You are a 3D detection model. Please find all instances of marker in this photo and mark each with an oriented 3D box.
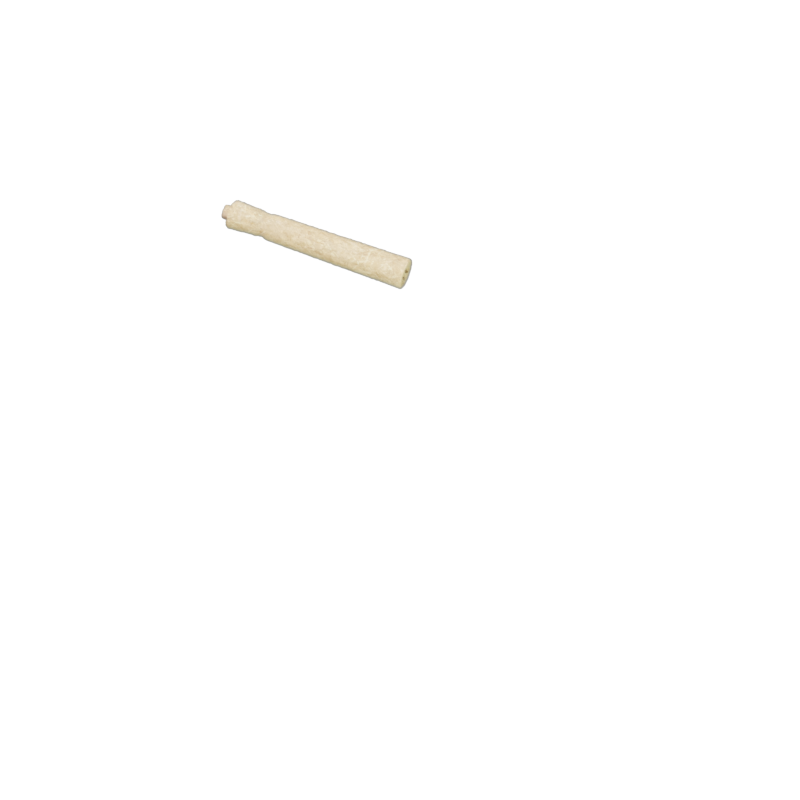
[{"bbox_3d":[-0.052,-0.095,0.665,0.125,0.019,0.019,21,9,16],"label":"marker"}]
